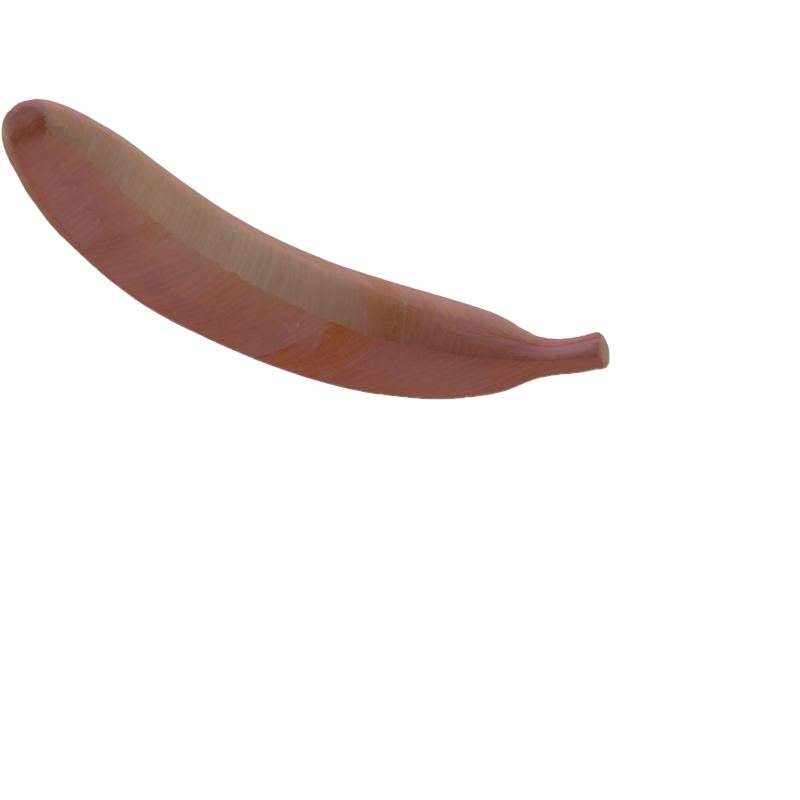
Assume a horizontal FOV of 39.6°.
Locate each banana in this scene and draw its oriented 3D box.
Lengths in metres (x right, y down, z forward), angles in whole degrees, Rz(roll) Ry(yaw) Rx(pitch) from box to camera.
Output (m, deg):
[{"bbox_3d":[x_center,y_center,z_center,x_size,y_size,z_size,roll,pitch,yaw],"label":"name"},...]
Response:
[{"bbox_3d":[-0.033,-0.037,0.339,0.189,0.039,0.068,18,-38,-25],"label":"banana"}]
